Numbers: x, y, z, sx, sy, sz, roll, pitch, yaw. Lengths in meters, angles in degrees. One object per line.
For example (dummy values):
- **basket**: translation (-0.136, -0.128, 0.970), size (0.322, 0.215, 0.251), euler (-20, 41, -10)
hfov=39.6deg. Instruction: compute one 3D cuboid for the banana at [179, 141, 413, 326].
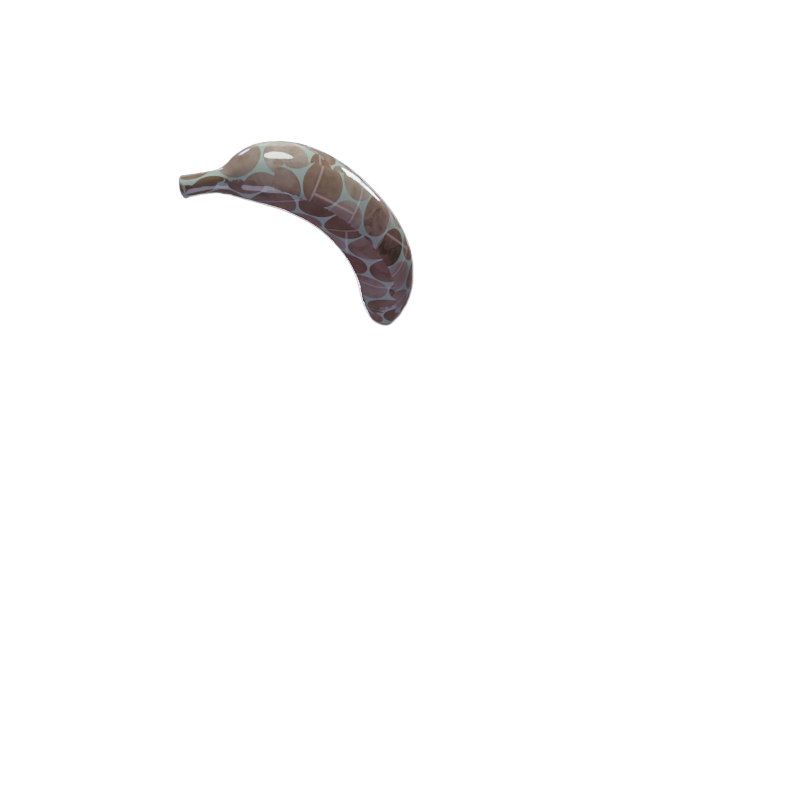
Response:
- **banana**: translation (-0.037, -0.098, 0.634), size (0.070, 0.039, 0.184), euler (-19, -33, 30)
